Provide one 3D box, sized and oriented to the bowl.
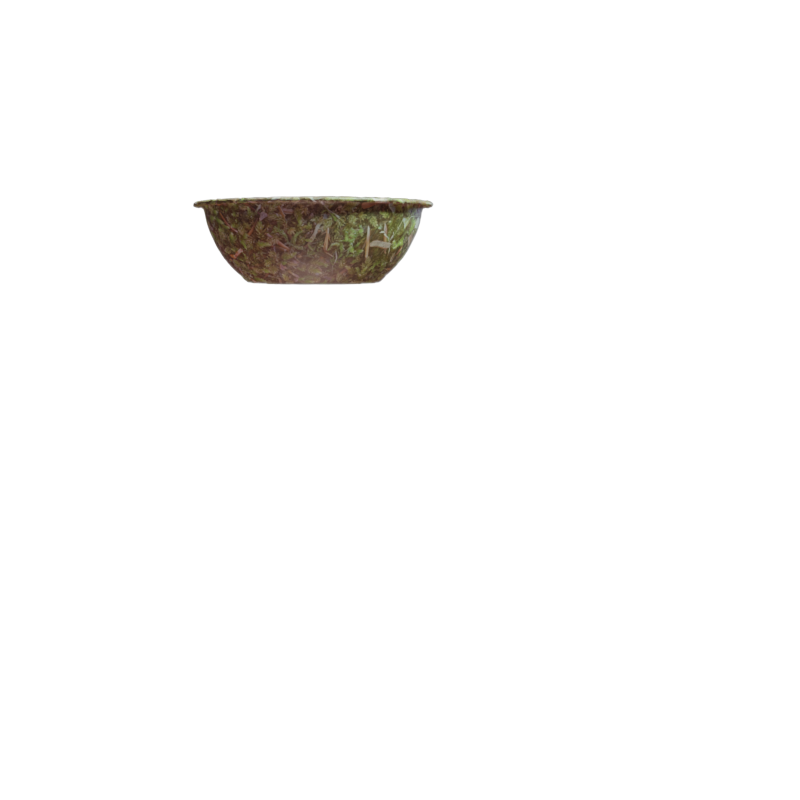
[{"bbox_3d":[-0.059,-0.107,0.750,0.162,0.055,0.164,0,7,-2],"label":"bowl"}]
